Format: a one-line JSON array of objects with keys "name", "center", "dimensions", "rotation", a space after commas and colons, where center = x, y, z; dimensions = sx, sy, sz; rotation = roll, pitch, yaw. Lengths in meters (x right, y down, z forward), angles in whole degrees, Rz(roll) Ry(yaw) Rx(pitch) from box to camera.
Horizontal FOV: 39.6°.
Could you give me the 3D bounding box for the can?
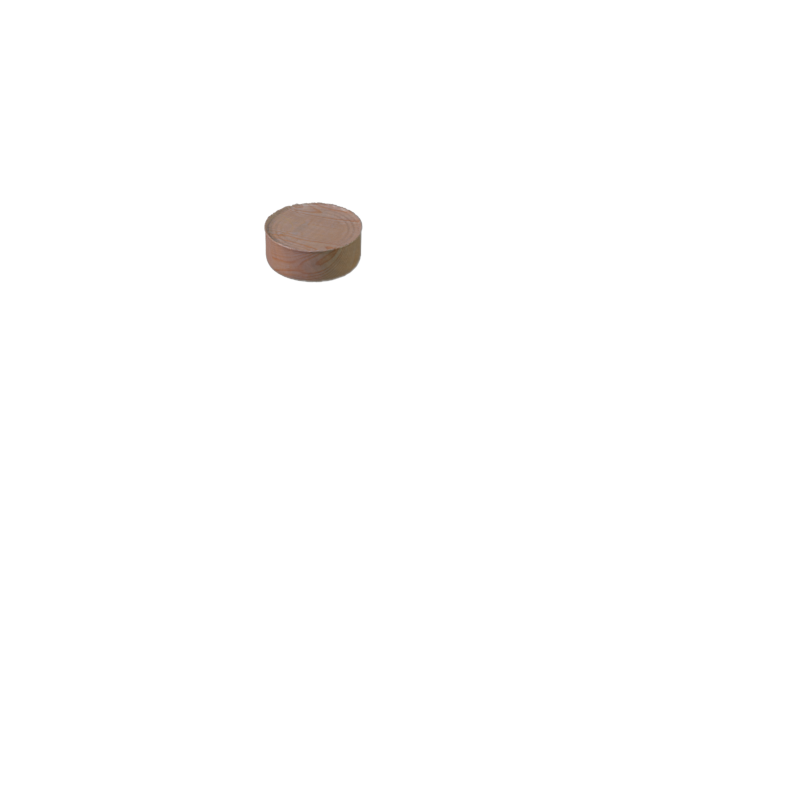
[{"name": "can", "center": [-0.076, -0.139, 0.973], "dimensions": [0.086, 0.031, 0.092], "rotation": [-1, 36, -2]}]
